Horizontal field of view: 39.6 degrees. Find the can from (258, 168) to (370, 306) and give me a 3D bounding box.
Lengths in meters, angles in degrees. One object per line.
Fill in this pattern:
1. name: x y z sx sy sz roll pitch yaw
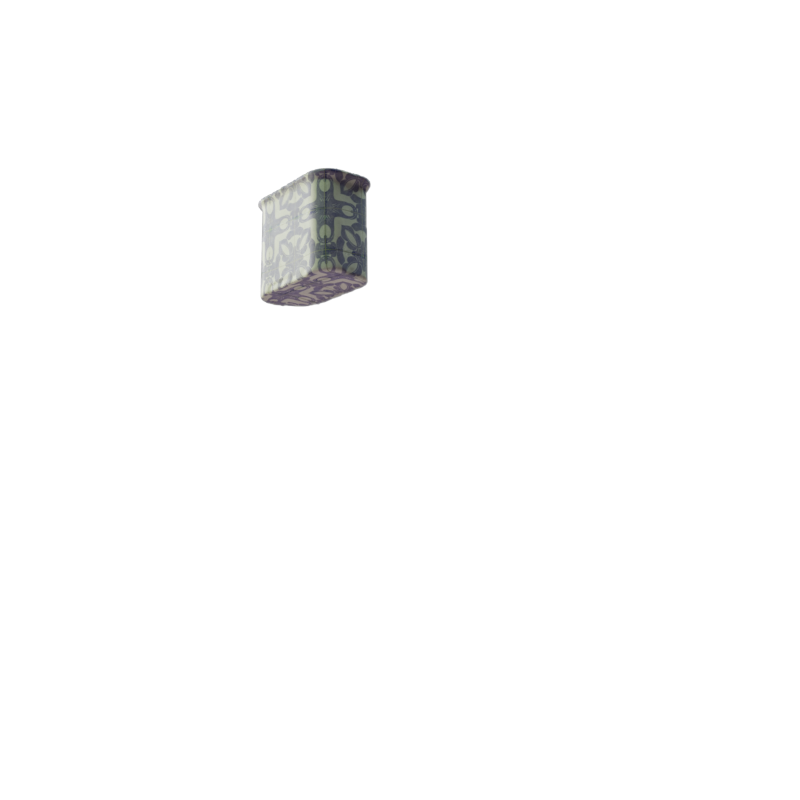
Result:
1. can: -0.069 -0.126 0.880 0.055 0.087 0.103 13 -20 -37
